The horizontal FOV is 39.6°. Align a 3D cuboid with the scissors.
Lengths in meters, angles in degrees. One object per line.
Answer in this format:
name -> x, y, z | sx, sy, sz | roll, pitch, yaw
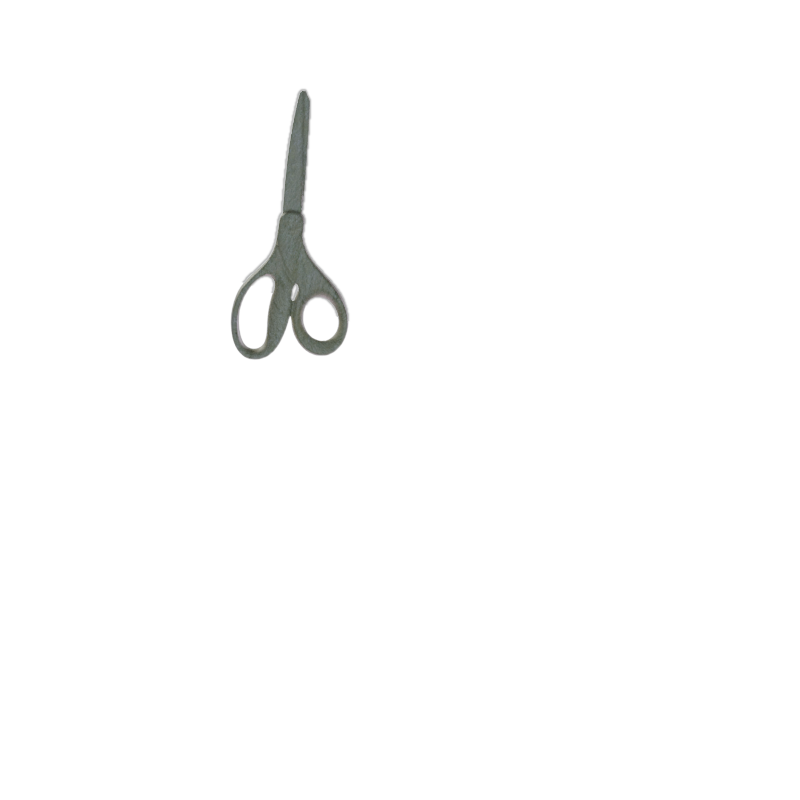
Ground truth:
scissors -> -0.064, -0.116, 0.812 | 0.095, 0.197, 0.016 | 21, 14, -6
